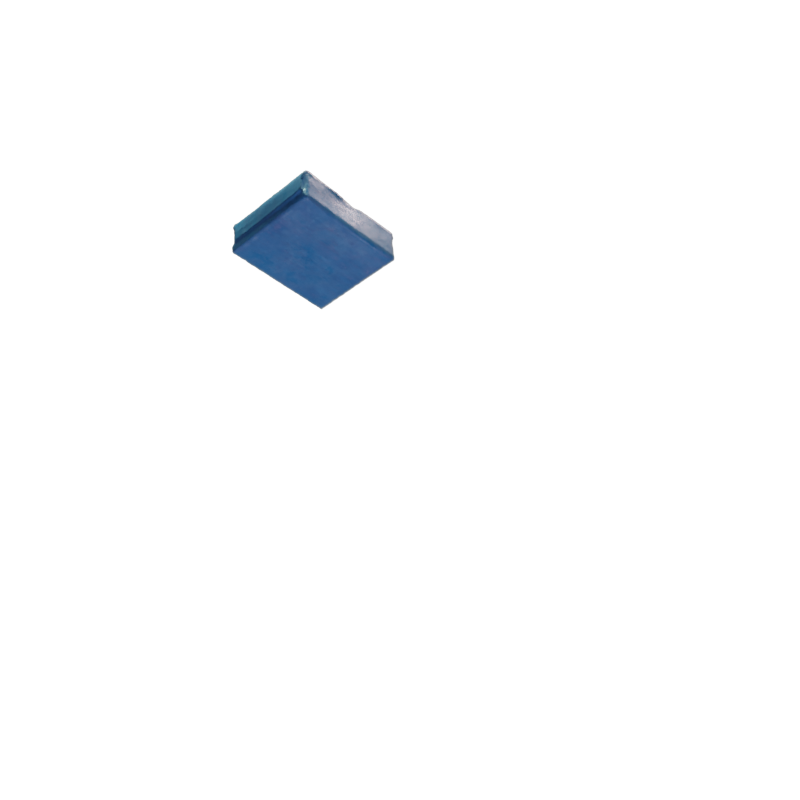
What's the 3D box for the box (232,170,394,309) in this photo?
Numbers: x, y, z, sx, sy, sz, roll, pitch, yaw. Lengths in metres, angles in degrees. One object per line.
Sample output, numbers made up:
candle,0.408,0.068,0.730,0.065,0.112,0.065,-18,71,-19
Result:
box,-0.060,-0.110,0.769,0.072,0.032,0.084,-34,-51,32
